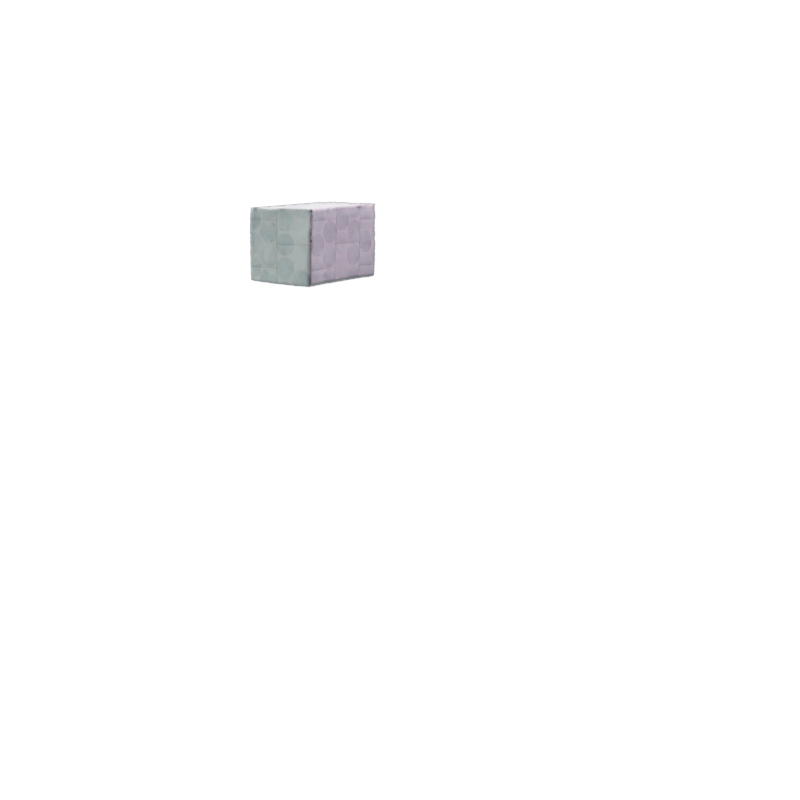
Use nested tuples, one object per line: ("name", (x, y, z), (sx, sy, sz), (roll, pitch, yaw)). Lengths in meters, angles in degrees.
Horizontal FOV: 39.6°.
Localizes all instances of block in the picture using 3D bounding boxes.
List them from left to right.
("block", (-0.059, -0.108, 0.757), (0.055, 0.050, 0.076), (6, 13, 33))
